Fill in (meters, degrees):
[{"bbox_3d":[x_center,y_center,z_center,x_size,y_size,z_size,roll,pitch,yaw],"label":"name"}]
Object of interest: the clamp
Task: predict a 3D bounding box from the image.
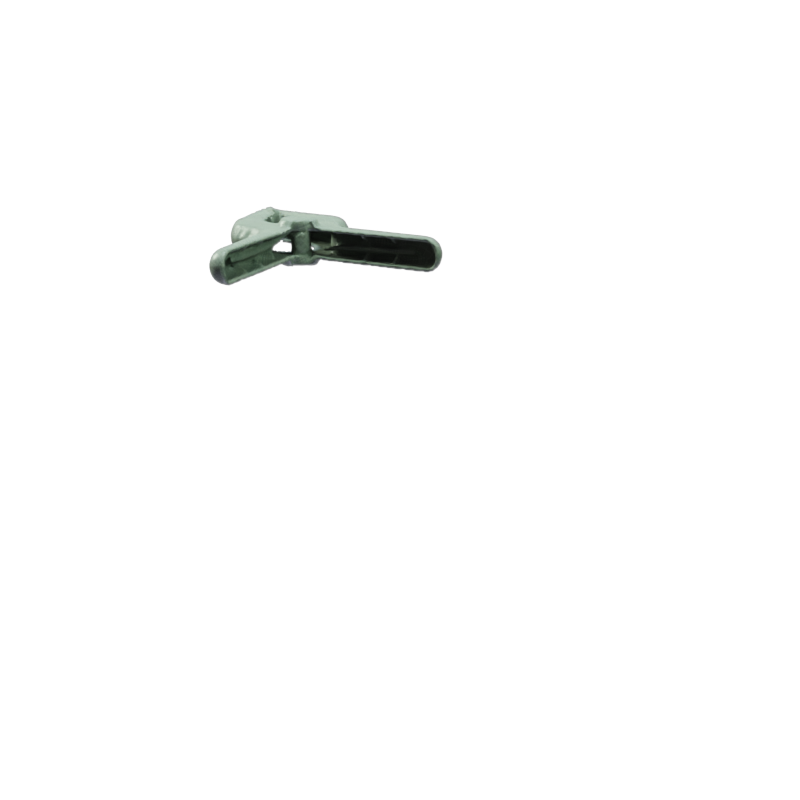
[{"bbox_3d":[-0.067,-0.121,0.851,0.163,0.035,0.219,-3,17,-9],"label":"clamp"}]
